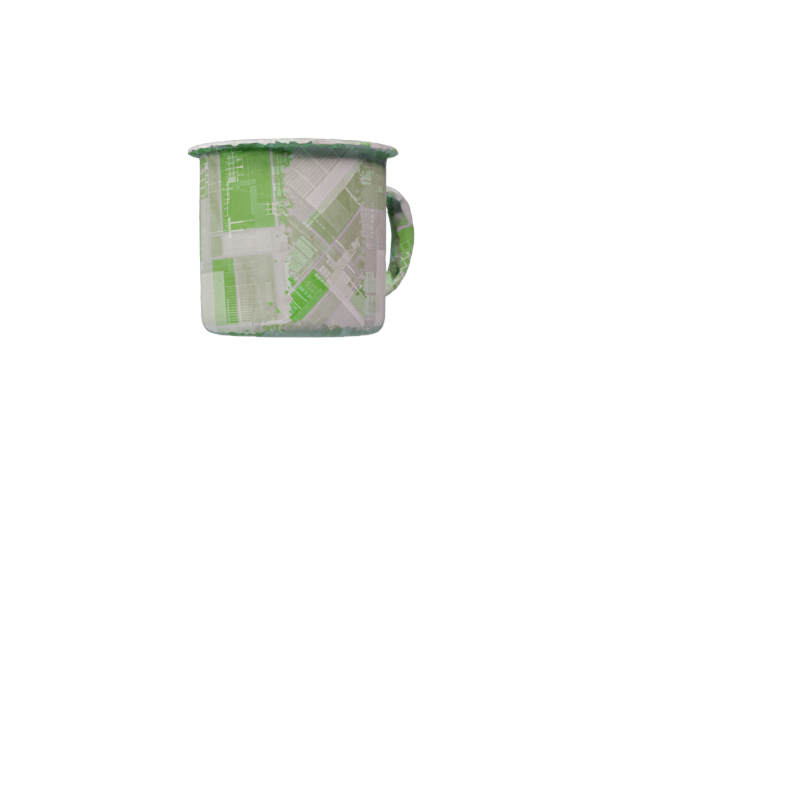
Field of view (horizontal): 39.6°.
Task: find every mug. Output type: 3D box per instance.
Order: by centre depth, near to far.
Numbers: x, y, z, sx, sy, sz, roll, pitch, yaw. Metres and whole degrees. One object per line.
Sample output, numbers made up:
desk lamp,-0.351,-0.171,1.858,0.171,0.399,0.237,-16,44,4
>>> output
mug,-0.039,-0.071,0.498,0.113,0.081,0.097,-4,5,-44
